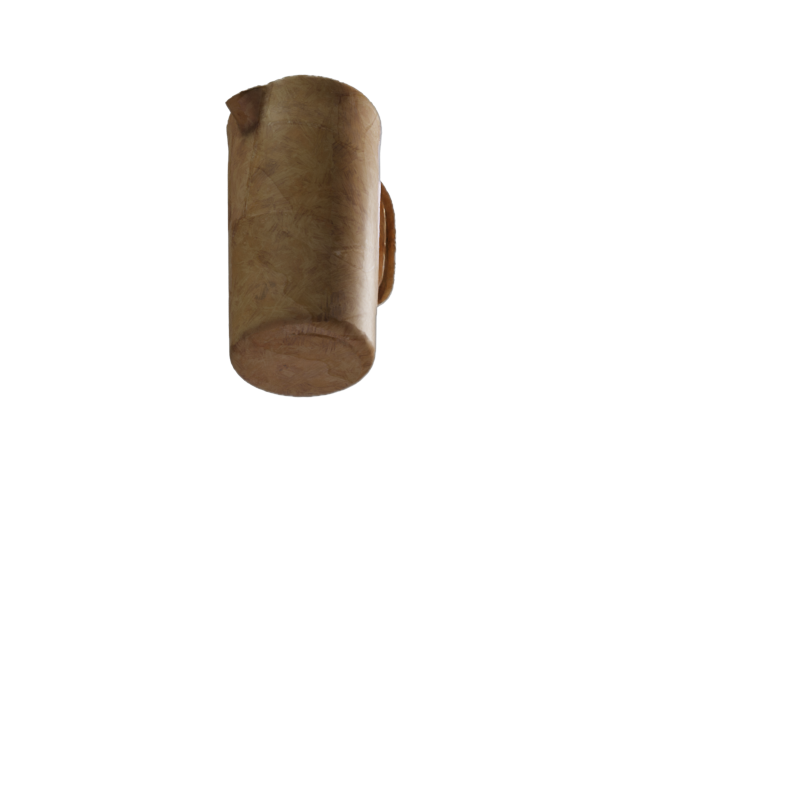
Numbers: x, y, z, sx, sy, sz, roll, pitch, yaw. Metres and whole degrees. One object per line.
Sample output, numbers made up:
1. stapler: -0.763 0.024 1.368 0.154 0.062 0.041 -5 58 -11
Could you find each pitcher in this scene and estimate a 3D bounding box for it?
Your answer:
1. pitcher: -0.069 -0.126 0.885 0.148 0.260 0.136 1 -34 -4
